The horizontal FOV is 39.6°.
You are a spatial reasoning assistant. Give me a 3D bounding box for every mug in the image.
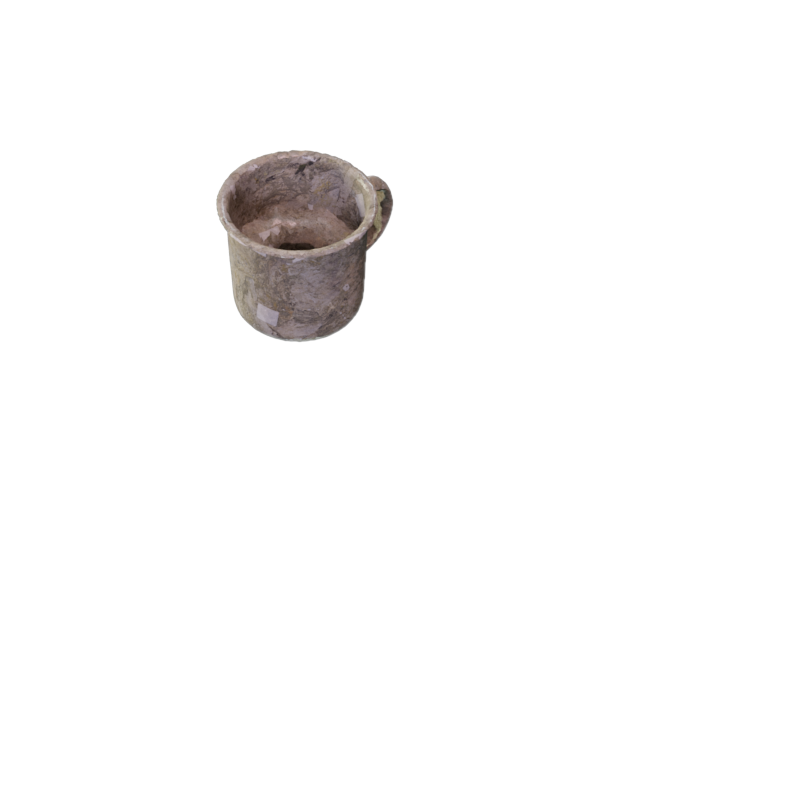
[{"bbox_3d":[-0.052,-0.096,0.670,0.117,0.076,0.100,-33,56,-27],"label":"mug"}]
